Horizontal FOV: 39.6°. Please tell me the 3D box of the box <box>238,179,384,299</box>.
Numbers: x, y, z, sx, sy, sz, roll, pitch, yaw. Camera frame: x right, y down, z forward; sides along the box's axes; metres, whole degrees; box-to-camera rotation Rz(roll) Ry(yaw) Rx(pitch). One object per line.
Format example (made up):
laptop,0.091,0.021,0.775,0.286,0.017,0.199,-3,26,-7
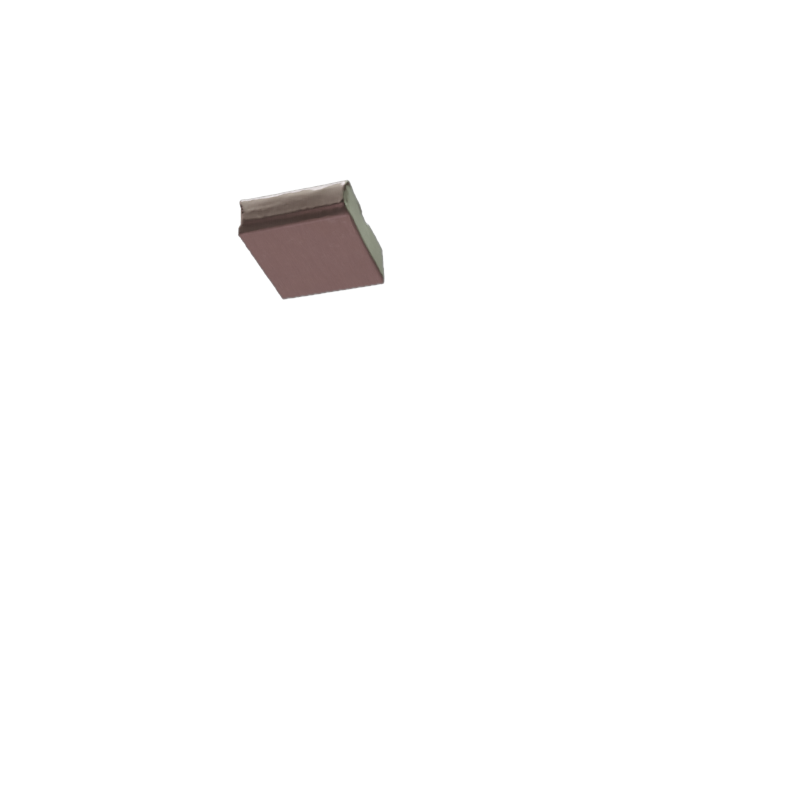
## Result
box,-0.056,-0.103,0.721,0.074,0.032,0.083,-8,-29,14
